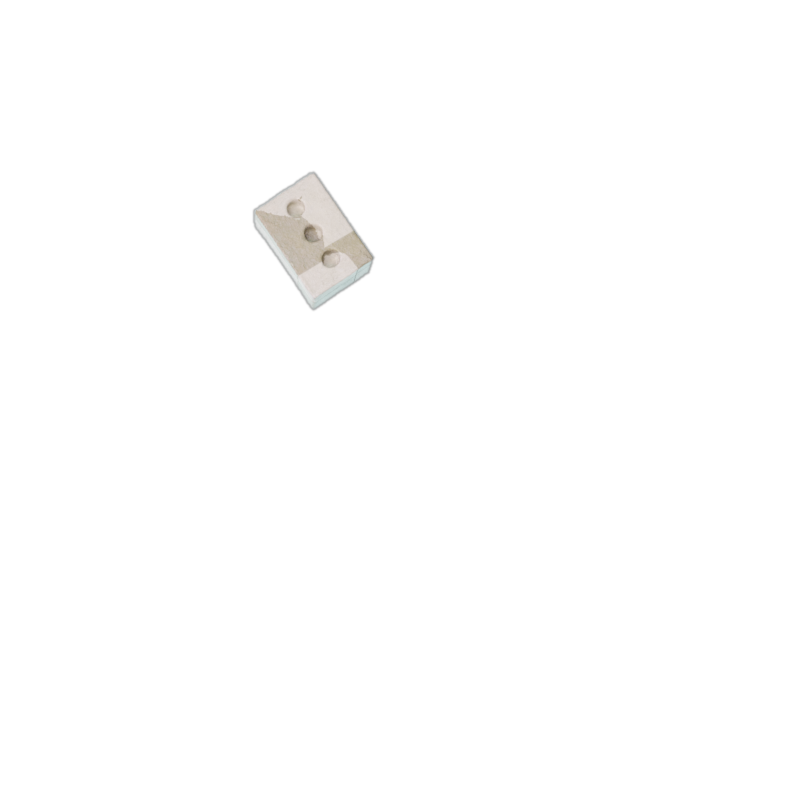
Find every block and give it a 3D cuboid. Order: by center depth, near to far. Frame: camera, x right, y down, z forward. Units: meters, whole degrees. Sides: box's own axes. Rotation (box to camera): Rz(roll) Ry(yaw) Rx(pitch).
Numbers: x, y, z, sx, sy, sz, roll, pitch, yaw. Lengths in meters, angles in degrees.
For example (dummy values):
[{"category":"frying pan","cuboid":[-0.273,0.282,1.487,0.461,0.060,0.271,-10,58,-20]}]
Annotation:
[{"category":"block","cuboid":[-0.062,-0.113,0.792,0.053,0.080,0.050,-34,-9,-7]}]
